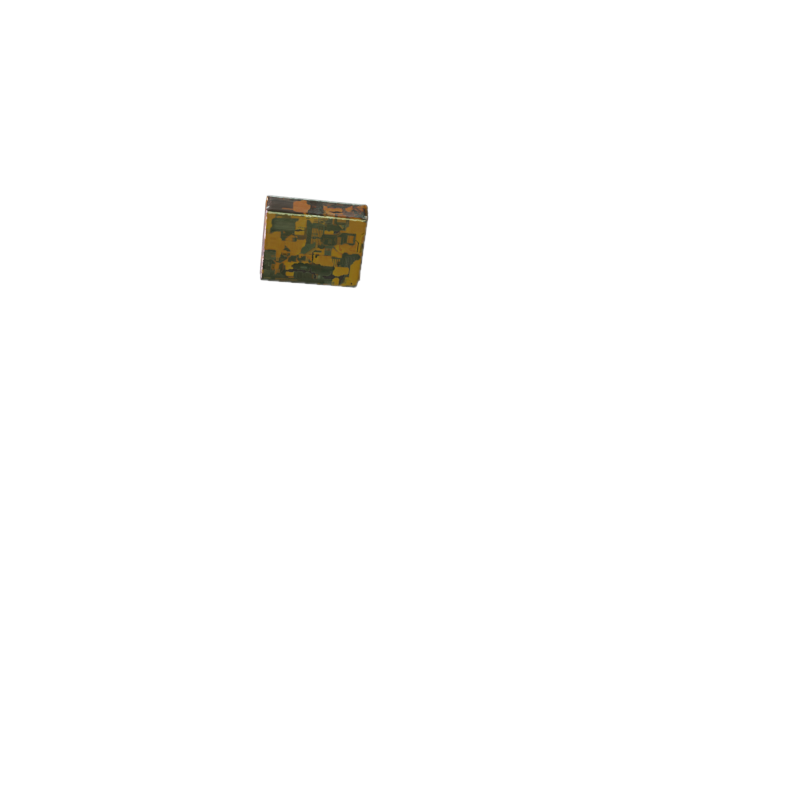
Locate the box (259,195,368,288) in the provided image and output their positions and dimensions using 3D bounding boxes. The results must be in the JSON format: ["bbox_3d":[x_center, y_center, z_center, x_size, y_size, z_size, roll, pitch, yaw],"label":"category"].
[{"bbox_3d":[-0.075,-0.138,0.966,0.089,0.069,0.032,5,36,-4],"label":"box"}]
